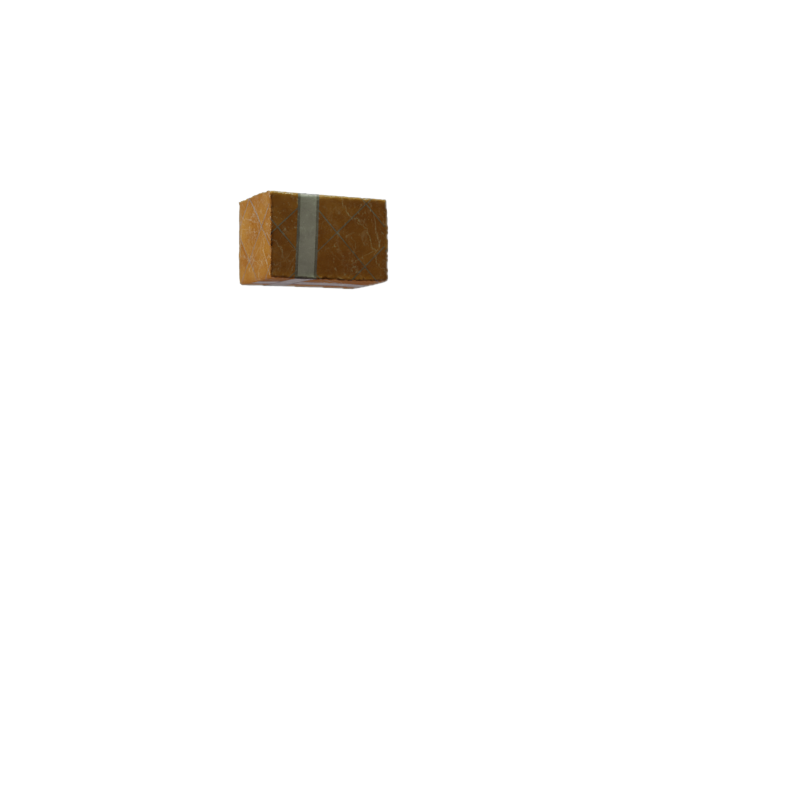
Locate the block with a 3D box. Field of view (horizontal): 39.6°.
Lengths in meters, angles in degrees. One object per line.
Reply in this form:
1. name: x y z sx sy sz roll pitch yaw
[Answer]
1. block: -0.052 -0.095 0.664 0.075 0.052 0.054 1 -3 -26
